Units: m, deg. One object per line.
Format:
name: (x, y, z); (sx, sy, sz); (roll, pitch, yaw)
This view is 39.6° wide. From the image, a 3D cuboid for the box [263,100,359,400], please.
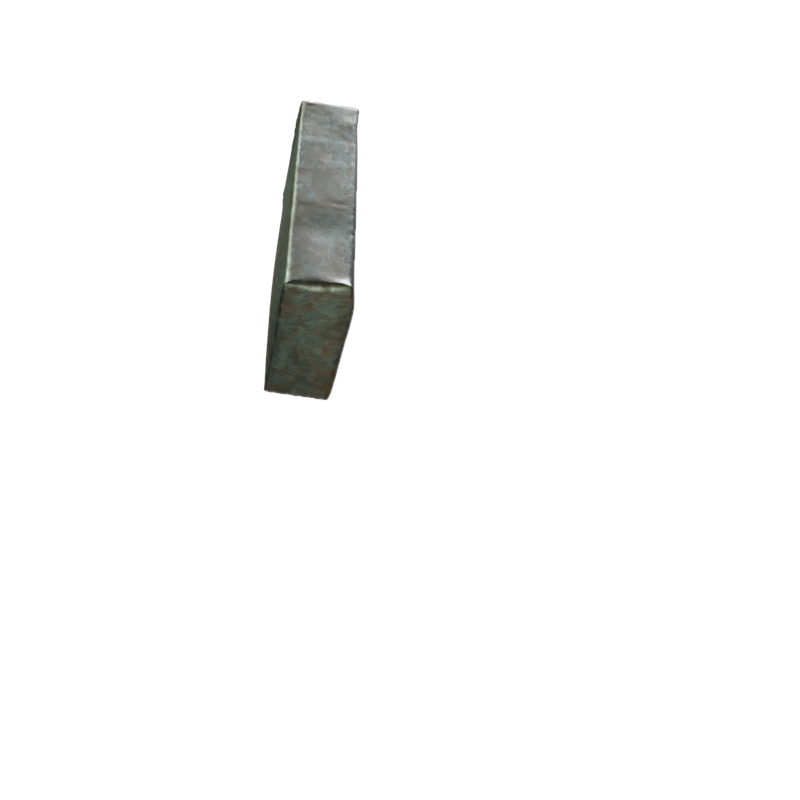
box: (-0.054, -0.098, 0.688); (0.047, 0.189, 0.088); (7, -46, -11)
